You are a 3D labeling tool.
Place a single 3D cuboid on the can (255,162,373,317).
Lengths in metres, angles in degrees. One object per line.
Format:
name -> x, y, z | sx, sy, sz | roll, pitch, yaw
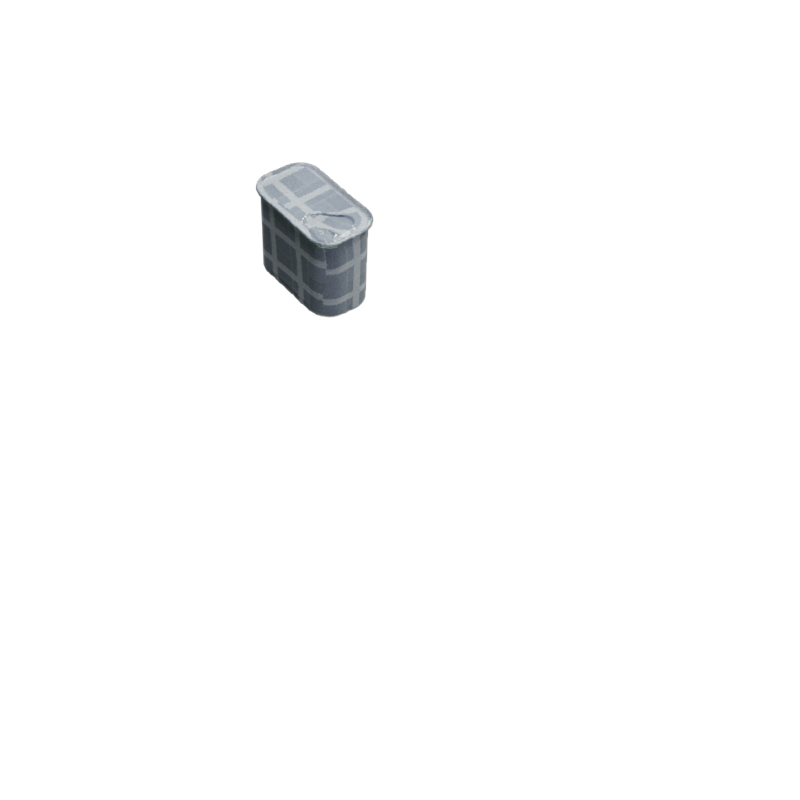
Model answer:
can -> -0.069, -0.126, 0.885 | 0.057, 0.078, 0.110 | -27, 51, -27
